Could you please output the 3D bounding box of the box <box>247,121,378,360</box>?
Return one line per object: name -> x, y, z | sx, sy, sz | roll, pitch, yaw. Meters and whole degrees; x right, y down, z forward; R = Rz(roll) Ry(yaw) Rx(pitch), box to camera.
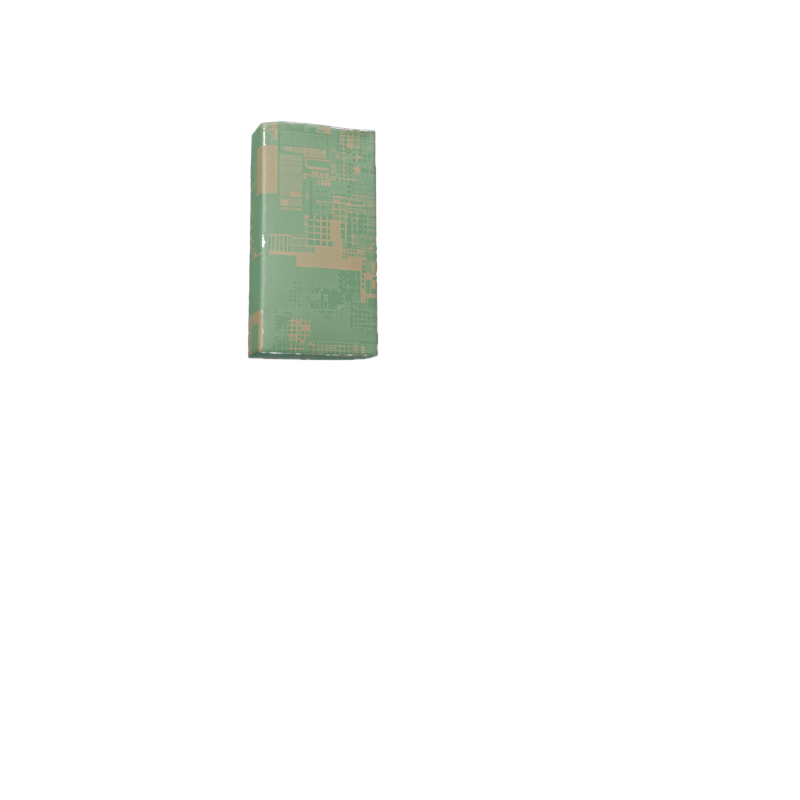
box -> -0.066, -0.119, 0.836 | 0.091, 0.181, 0.048 | 2, -10, -17
